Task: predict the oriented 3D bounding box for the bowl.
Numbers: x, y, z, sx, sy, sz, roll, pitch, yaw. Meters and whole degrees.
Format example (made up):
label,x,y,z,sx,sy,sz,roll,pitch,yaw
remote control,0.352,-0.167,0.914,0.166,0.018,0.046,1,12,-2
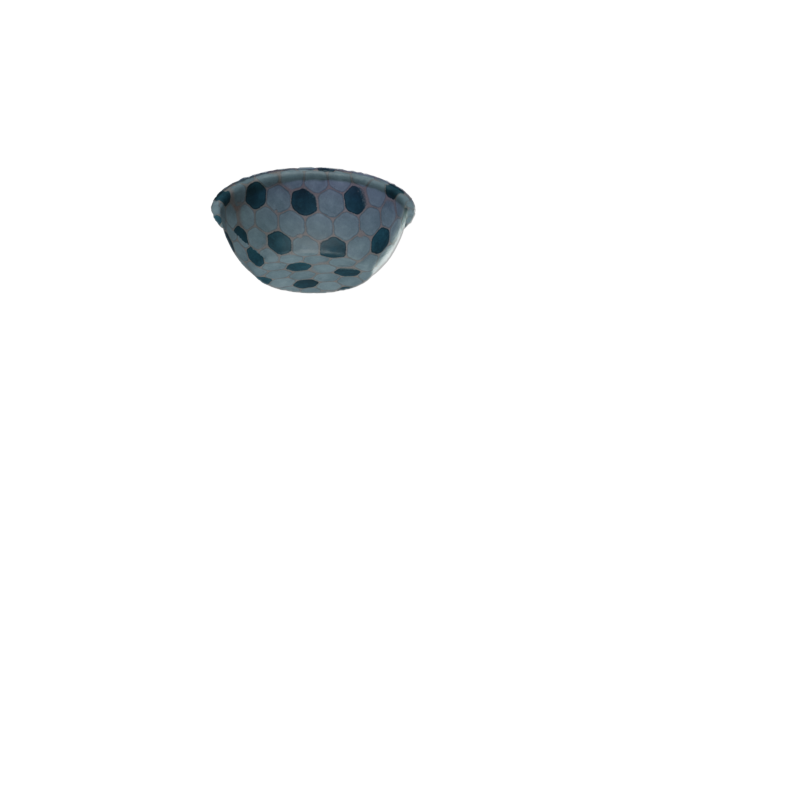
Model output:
label,x,y,z,sx,sy,sz,roll,pitch,yaw
bowl,-0.068,-0.124,0.868,0.162,0.057,0.155,0,-16,-2
